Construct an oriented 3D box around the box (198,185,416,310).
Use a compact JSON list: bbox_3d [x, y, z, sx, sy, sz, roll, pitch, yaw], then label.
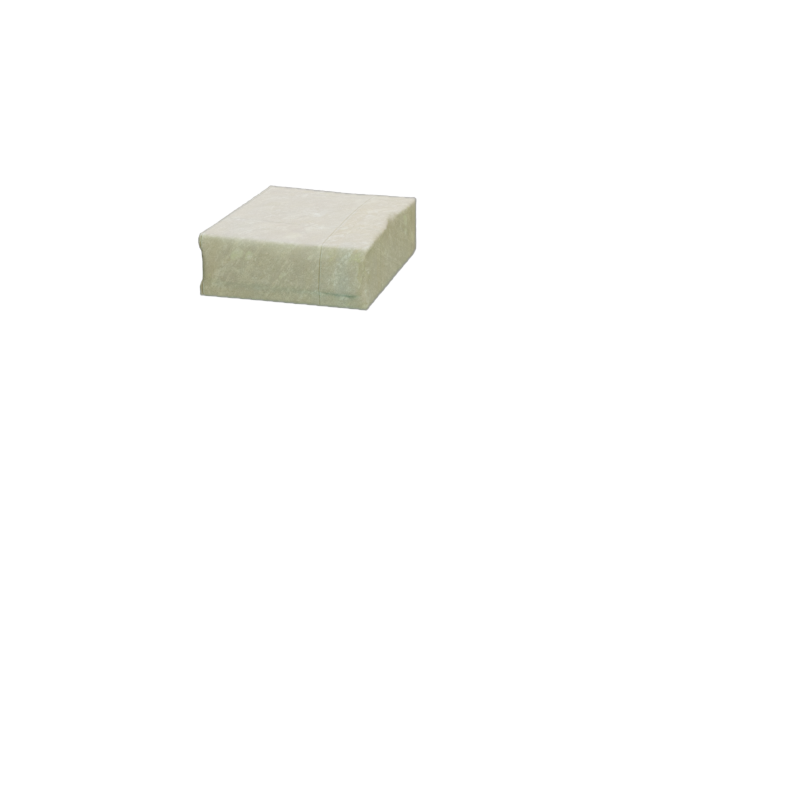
[{"bbox_3d":[-0.038,-0.069,0.484,0.075,0.029,0.091,6,24,14],"label":"box"}]
